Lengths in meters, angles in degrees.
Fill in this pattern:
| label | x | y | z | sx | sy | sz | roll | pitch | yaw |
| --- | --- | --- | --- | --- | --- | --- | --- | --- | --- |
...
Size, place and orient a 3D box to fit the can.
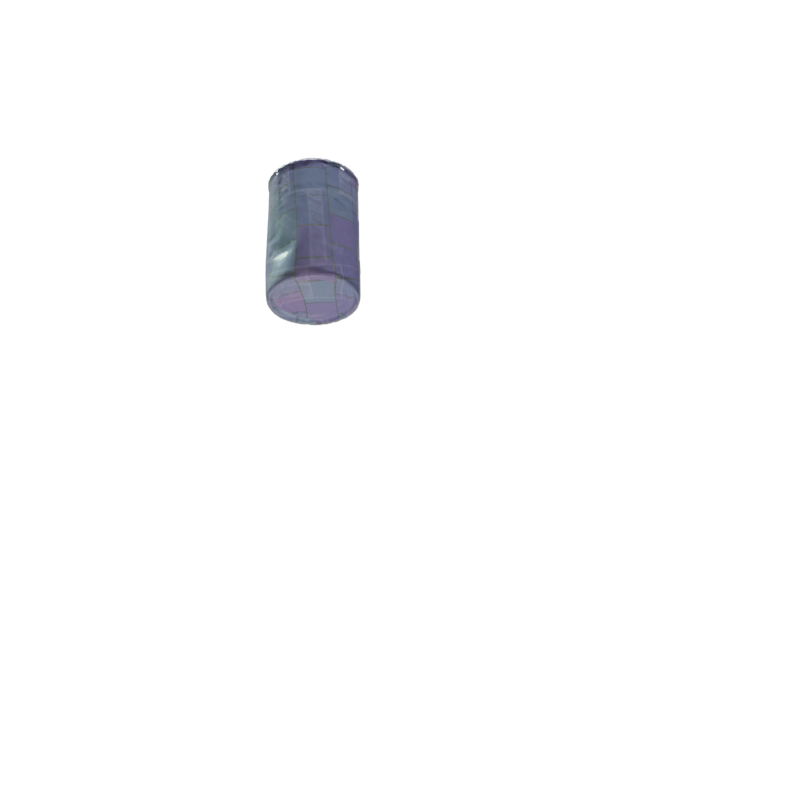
| label | x | y | z | sx | sy | sz | roll | pitch | yaw |
| --- | --- | --- | --- | --- | --- | --- | --- | --- | --- |
| can | -0.062 | -0.114 | 0.798 | 0.068 | 0.109 | 0.064 | -1 | -32 | -2 |
